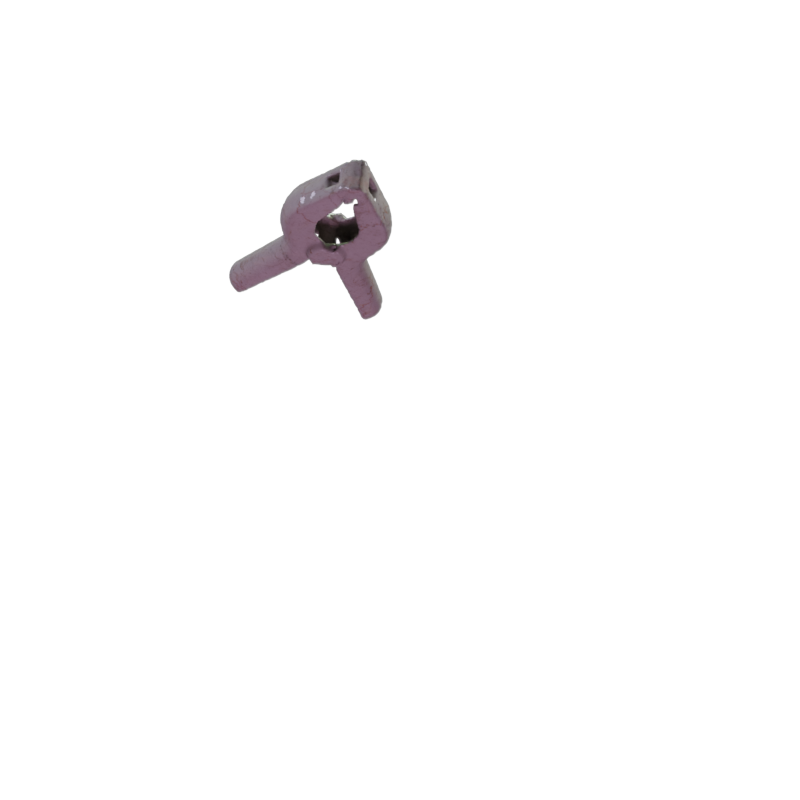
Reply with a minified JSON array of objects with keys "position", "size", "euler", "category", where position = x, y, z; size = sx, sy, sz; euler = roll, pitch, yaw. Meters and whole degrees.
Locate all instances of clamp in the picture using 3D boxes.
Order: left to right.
[{"position":[-0.063,-0.115,0.808],"size":[0.119,0.042,0.162],"euler":[4,-32,-7],"category":"clamp"}]
